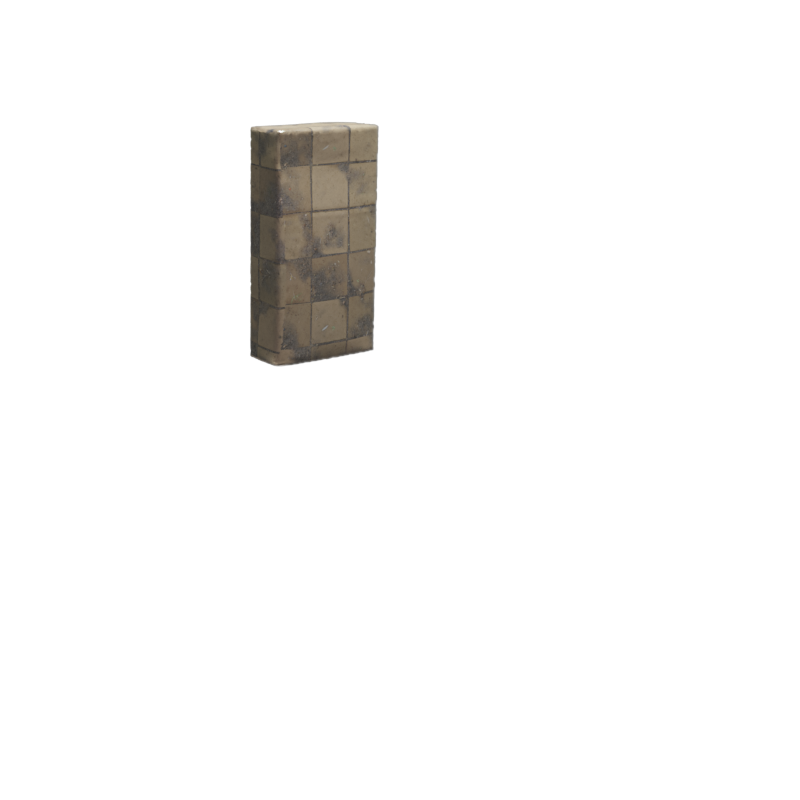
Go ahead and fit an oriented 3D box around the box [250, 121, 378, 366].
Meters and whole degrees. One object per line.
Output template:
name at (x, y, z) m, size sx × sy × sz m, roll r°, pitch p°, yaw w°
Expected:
box at (-0.065, -0.119, 0.832) m, size 0.091 × 0.172 × 0.051 m, roll -8°, pitch 13°, yaw -36°
